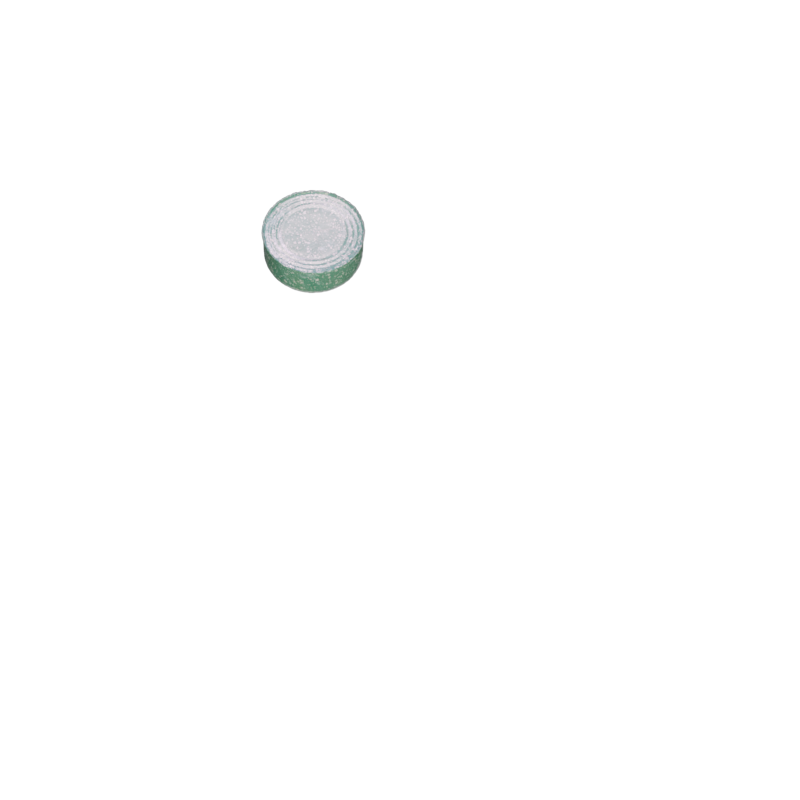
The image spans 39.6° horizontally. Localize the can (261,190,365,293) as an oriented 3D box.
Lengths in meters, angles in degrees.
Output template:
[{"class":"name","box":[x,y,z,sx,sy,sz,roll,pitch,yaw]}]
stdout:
[{"class":"can","box":[-0.073,-0.133,0.931,0.086,0.092,0.031,-1,-33,-1]}]
